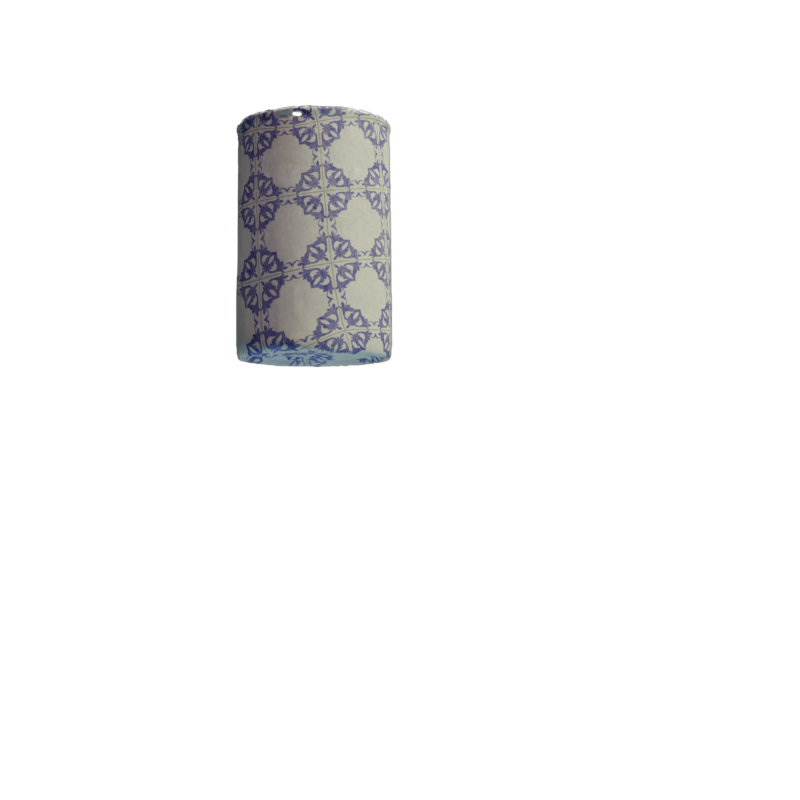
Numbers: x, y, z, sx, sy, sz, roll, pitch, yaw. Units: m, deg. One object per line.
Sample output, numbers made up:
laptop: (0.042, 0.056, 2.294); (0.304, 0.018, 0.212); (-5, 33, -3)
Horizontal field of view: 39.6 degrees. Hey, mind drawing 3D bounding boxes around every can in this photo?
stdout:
can: (-0.037, -0.068, 0.478); (0.068, 0.105, 0.067); (0, -9, -2)
